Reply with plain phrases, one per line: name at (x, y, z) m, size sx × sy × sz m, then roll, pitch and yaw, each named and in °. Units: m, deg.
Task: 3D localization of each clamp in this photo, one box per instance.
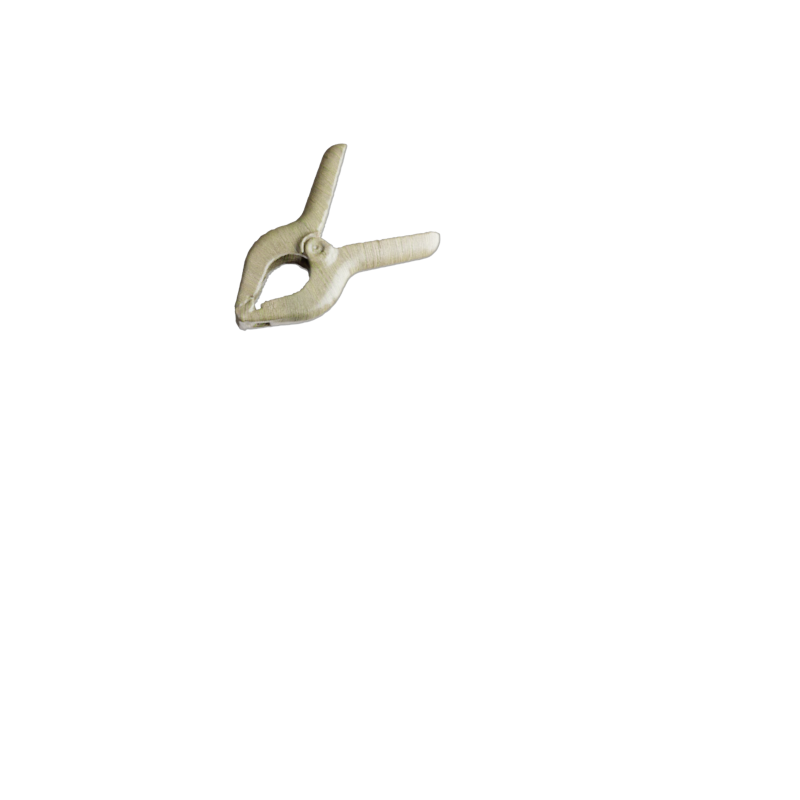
clamp at (-0.068, -0.124, 0.869) m, size 0.172 × 0.127 × 0.037 m, roll -33°, pitch -22°, yaw -15°
